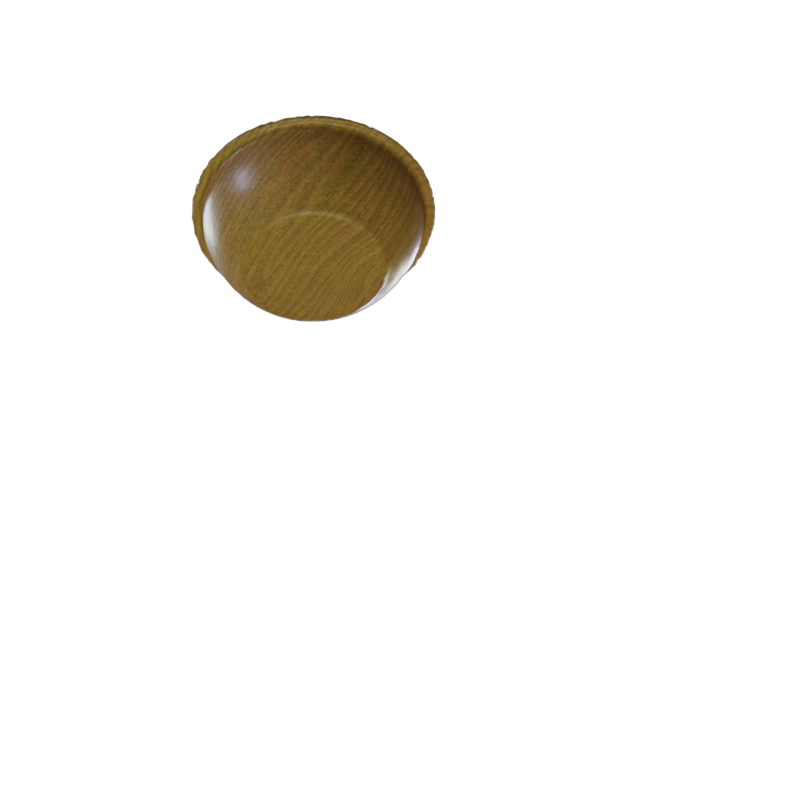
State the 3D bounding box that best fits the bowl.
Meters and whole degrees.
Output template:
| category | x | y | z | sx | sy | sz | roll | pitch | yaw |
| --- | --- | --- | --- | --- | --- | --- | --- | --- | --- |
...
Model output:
| category | x | y | z | sx | sy | sz | roll | pitch | yaw |
| --- | --- | --- | --- | --- | --- | --- | --- | --- | --- |
| bowl | -0.056 | -0.102 | 0.717 | 0.162 | 0.151 | 0.059 | 1 | 42 | -1 |
